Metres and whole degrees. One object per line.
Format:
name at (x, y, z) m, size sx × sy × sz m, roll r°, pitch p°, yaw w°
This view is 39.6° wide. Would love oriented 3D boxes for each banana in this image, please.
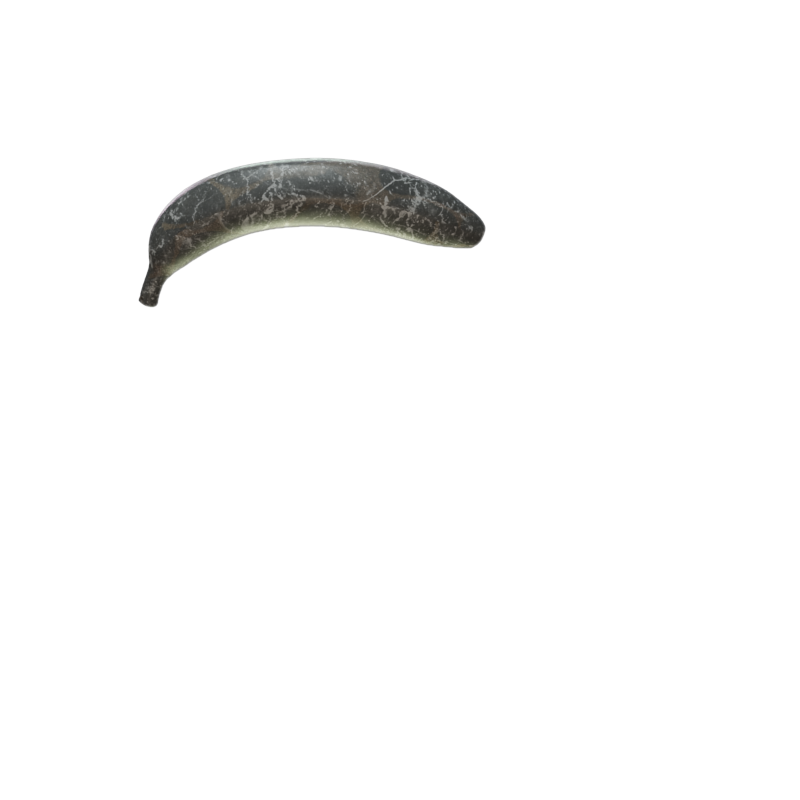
banana at (-0.055, -0.101, 0.610) m, size 0.199 × 0.065 × 0.039 m, roll -9°, pitch 37°, yaw 6°
